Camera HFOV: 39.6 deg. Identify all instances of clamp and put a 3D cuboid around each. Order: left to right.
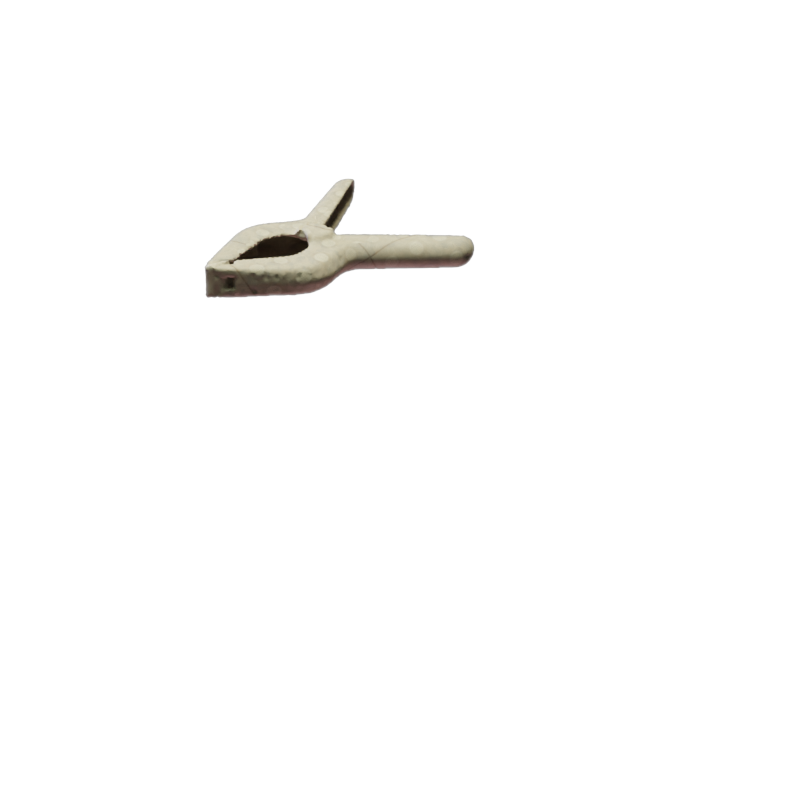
[{"bbox_3d":[-0.070,-0.128,0.896,0.207,0.034,0.177,-18,36,-27],"label":"clamp"}]
